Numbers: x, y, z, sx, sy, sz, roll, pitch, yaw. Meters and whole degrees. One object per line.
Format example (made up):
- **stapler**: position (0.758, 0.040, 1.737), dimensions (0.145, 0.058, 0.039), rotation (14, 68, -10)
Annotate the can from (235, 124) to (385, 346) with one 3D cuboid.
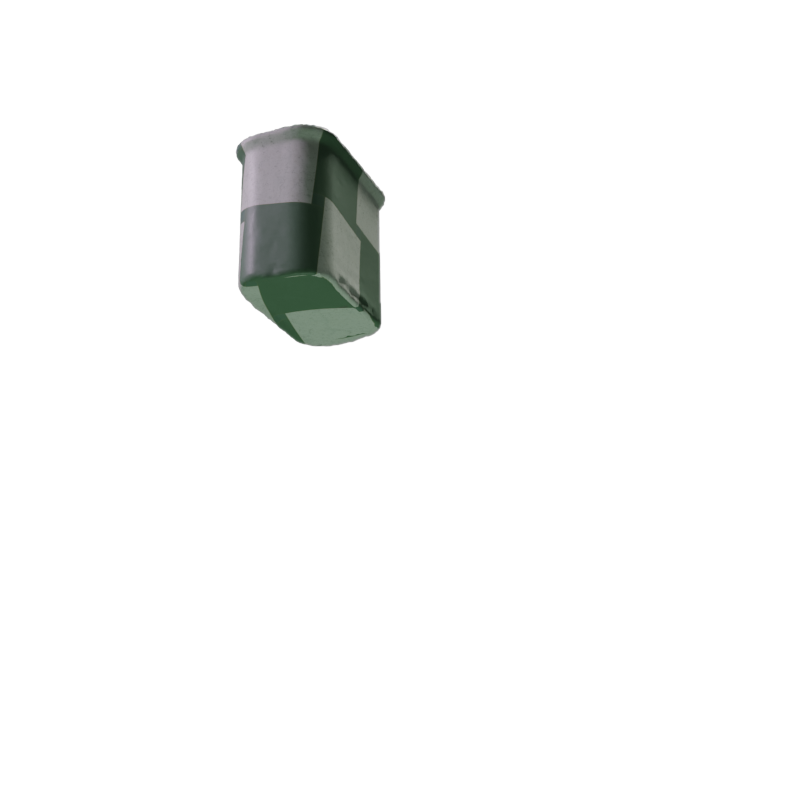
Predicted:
- **can**: position (-0.047, -0.085, 0.596), dimensions (0.058, 0.088, 0.095), rotation (-11, -24, 20)
